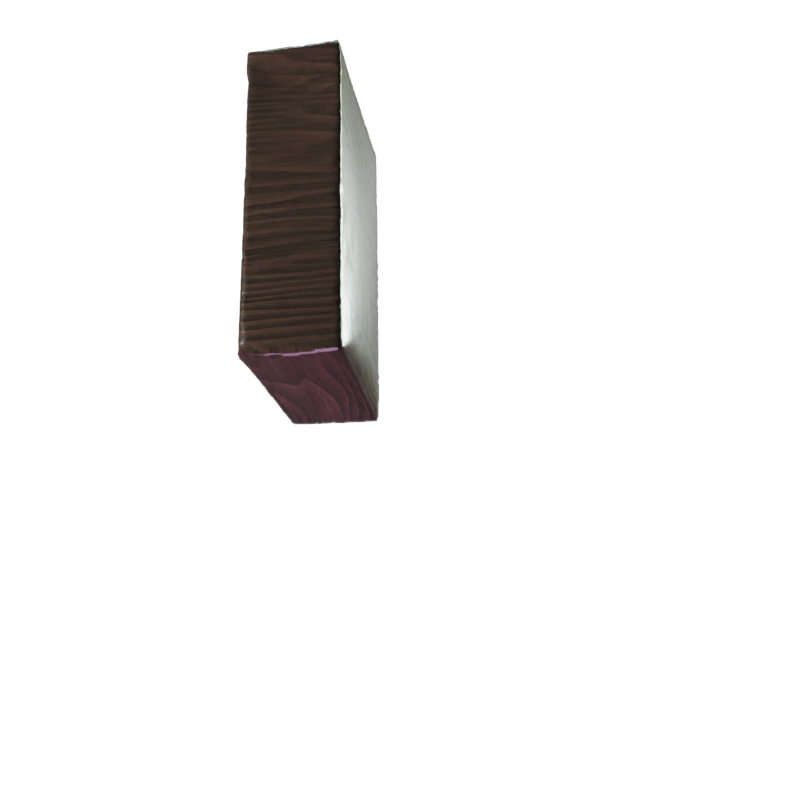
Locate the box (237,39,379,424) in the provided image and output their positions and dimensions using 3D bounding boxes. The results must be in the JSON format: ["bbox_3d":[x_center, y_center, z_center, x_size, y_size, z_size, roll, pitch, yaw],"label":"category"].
[{"bbox_3d":[-0.059,-0.107,0.752,0.072,0.225,0.155,-4,-21,7],"label":"box"}]
